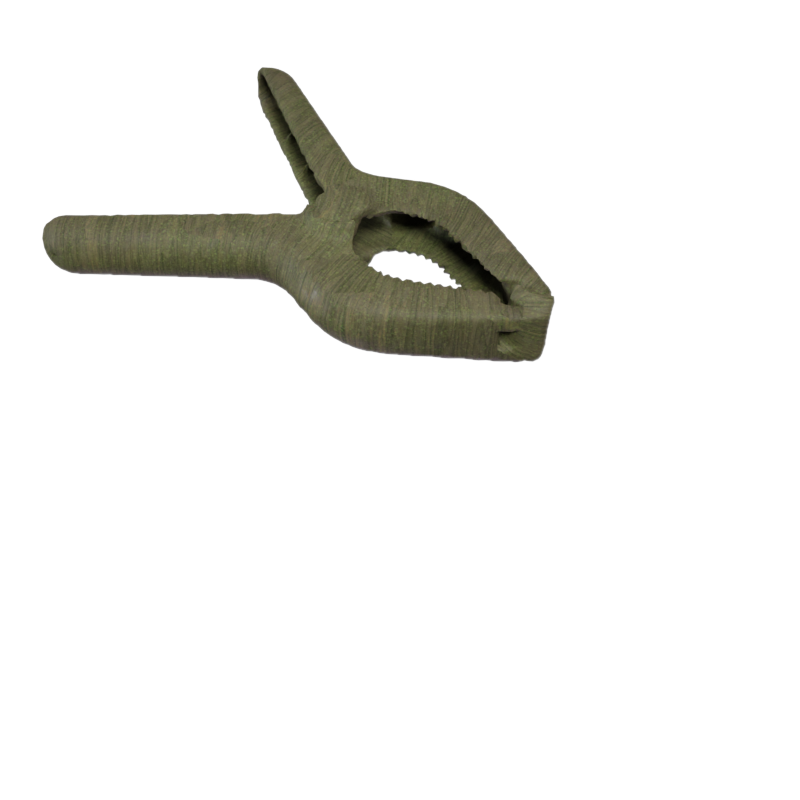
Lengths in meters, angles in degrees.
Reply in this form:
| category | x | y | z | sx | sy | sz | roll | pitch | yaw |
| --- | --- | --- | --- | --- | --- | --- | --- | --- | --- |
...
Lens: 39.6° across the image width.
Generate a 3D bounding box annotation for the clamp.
| category | x | y | z | sx | sy | sz | roll | pitch | yaw |
| --- | --- | --- | --- | --- | --- | --- | --- | --- | --- |
| clamp | -0.037 | -0.068 | 0.479 | 0.223 | 0.034 | 0.166 | 32 | 54 | 27 |
